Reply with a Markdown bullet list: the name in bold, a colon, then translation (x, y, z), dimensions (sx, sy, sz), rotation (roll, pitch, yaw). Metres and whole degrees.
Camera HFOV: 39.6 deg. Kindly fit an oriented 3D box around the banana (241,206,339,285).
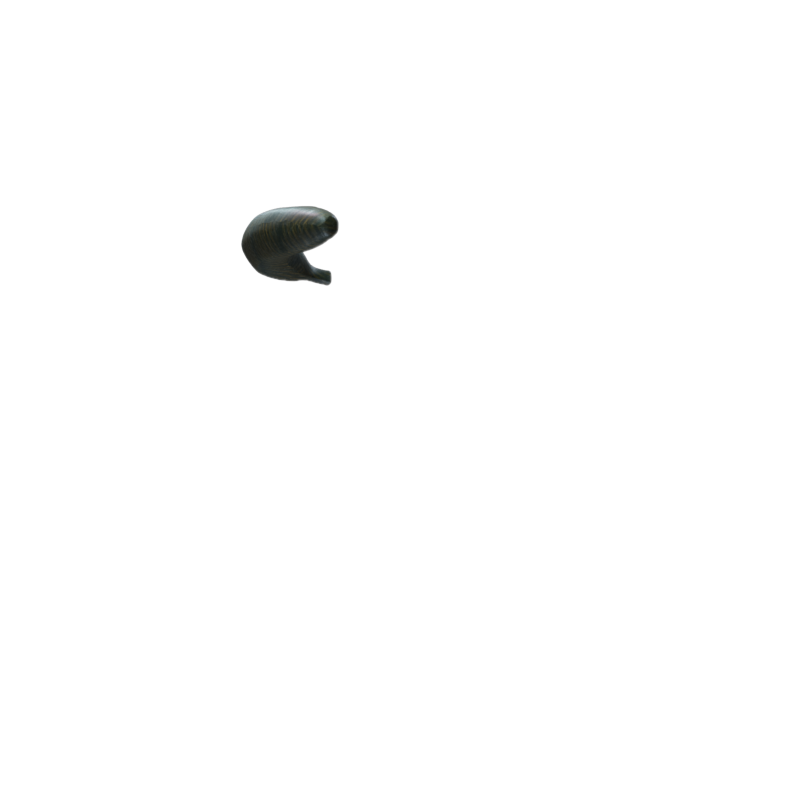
- **banana**: translation (-0.082, -0.115, 0.808), dimensions (0.069, 0.037, 0.195), rotation (0, -3, -4)
